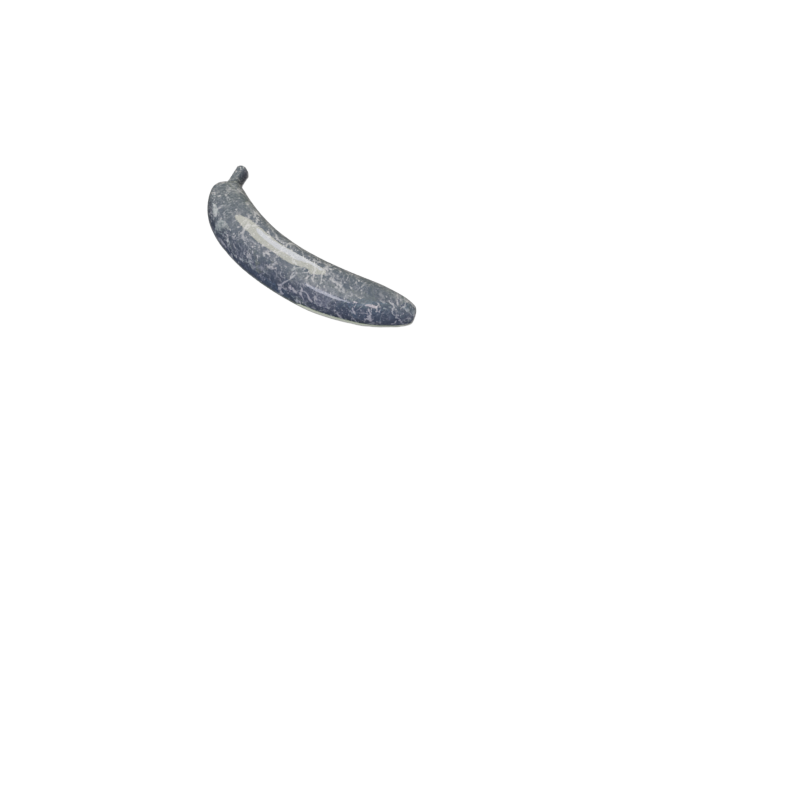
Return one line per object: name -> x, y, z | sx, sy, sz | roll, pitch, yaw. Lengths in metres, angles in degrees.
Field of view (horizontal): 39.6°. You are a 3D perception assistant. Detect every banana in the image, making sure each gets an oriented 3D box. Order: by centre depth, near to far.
banana -> -0.078, -0.105, 0.785 | 0.070, 0.034, 0.211 | -34, 60, -24
